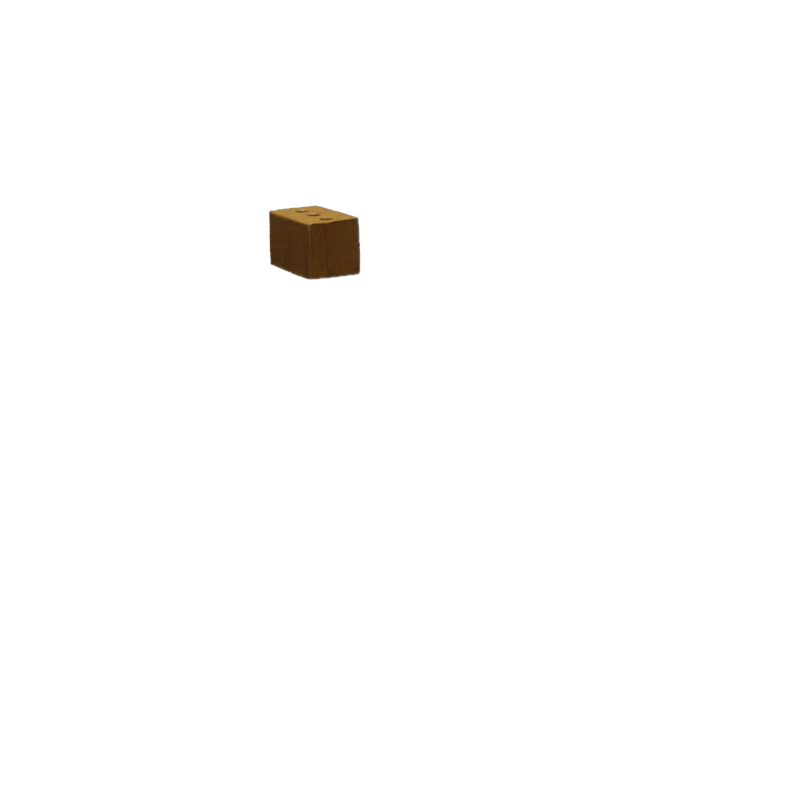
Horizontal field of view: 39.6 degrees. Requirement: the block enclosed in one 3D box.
[{"bbox_3d":[-0.078,-0.142,0.994,0.051,0.050,0.083,-9,20,-31],"label":"block"}]
